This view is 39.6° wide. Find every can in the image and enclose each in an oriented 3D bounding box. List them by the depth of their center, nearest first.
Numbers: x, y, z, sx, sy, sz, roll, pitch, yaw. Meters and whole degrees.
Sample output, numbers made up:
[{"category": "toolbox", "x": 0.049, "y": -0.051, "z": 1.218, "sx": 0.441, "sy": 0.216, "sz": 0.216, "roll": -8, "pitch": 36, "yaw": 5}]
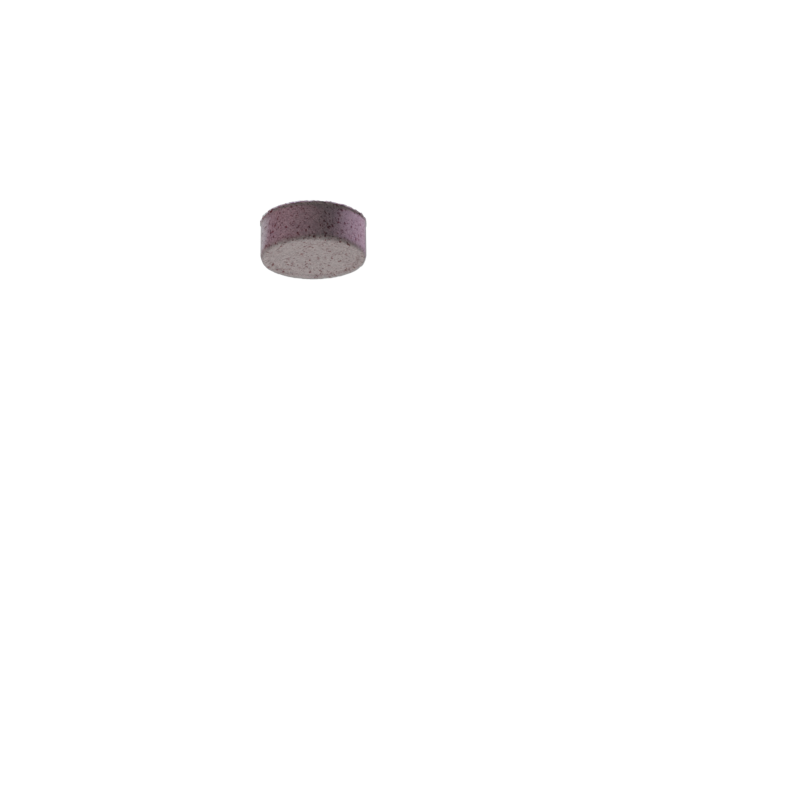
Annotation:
[{"category": "can", "x": -0.069, "y": -0.126, "z": 0.885, "sx": 0.086, "sy": 0.035, "sz": 0.082, "roll": 0, "pitch": -17, "yaw": -2}]
